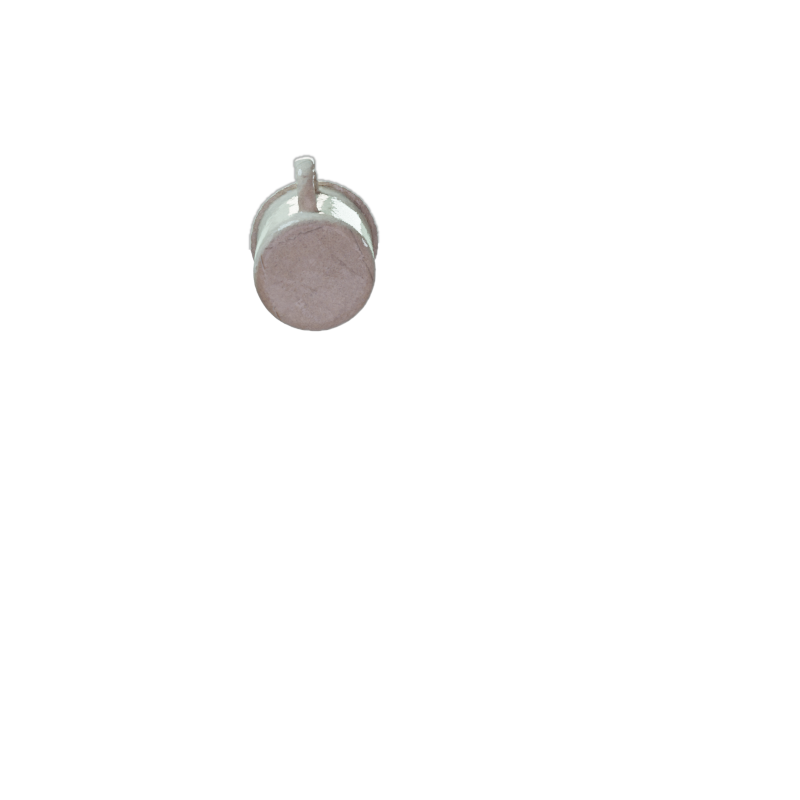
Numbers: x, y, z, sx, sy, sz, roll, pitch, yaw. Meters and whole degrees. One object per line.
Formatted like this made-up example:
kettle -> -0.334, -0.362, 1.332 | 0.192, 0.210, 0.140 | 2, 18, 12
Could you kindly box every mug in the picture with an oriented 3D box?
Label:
mug -> -0.060, -0.109, 0.762 | 0.093, 0.112, 0.085 | -3, 20, -1
